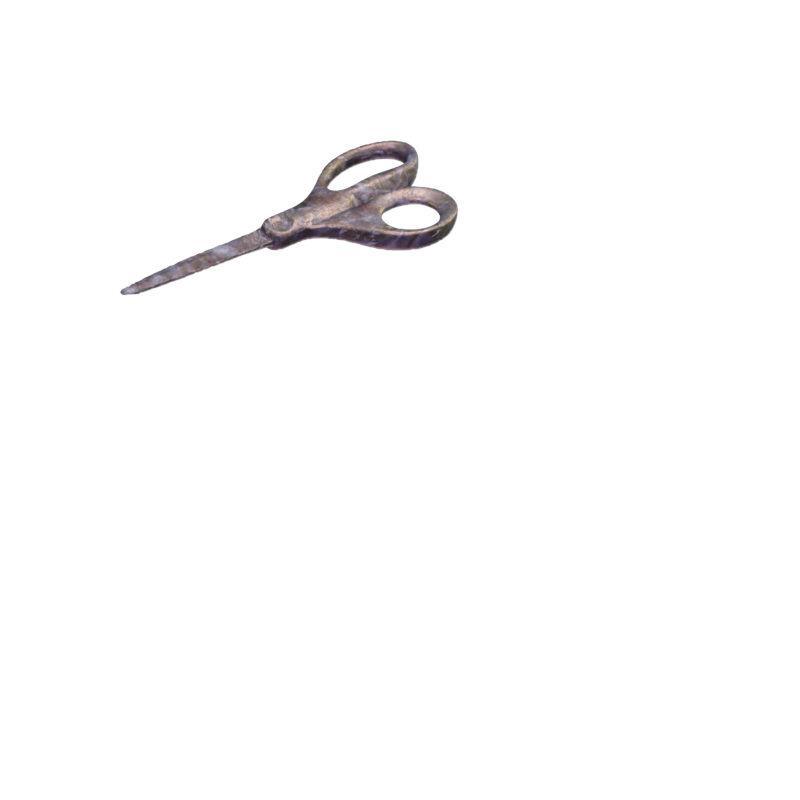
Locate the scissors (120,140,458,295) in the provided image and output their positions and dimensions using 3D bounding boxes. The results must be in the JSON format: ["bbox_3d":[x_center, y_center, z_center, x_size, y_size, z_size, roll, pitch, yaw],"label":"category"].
[{"bbox_3d":[-0.049,-0.089,0.621,0.102,0.015,0.204,32,54,27],"label":"scissors"}]
